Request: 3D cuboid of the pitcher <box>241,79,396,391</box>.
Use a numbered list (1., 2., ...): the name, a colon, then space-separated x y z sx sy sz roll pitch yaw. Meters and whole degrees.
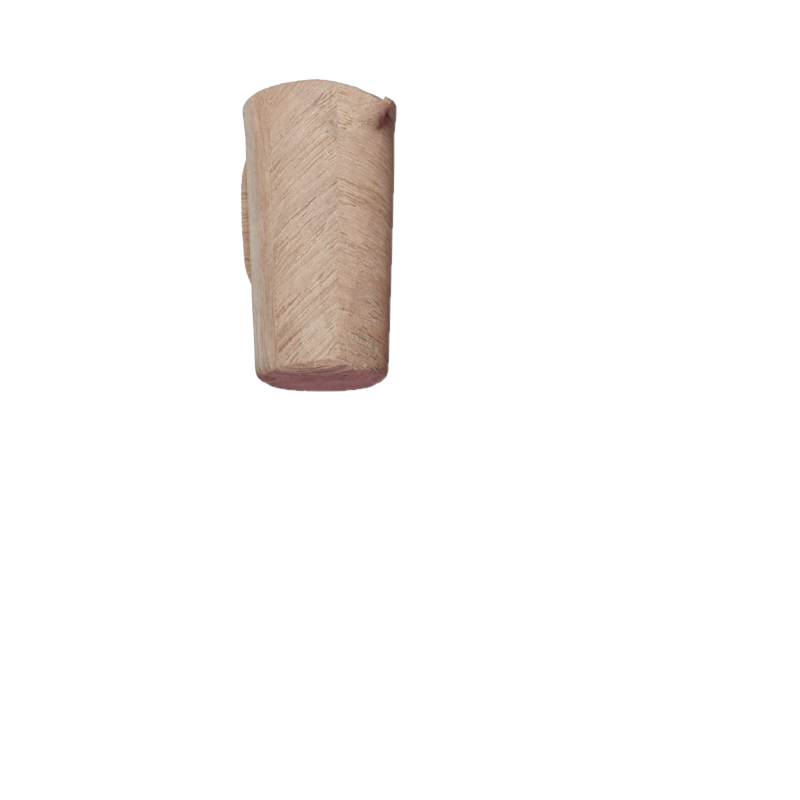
1. pitcher: -0.073 -0.133 0.931 0.146 0.252 0.143 -2 -14 3
